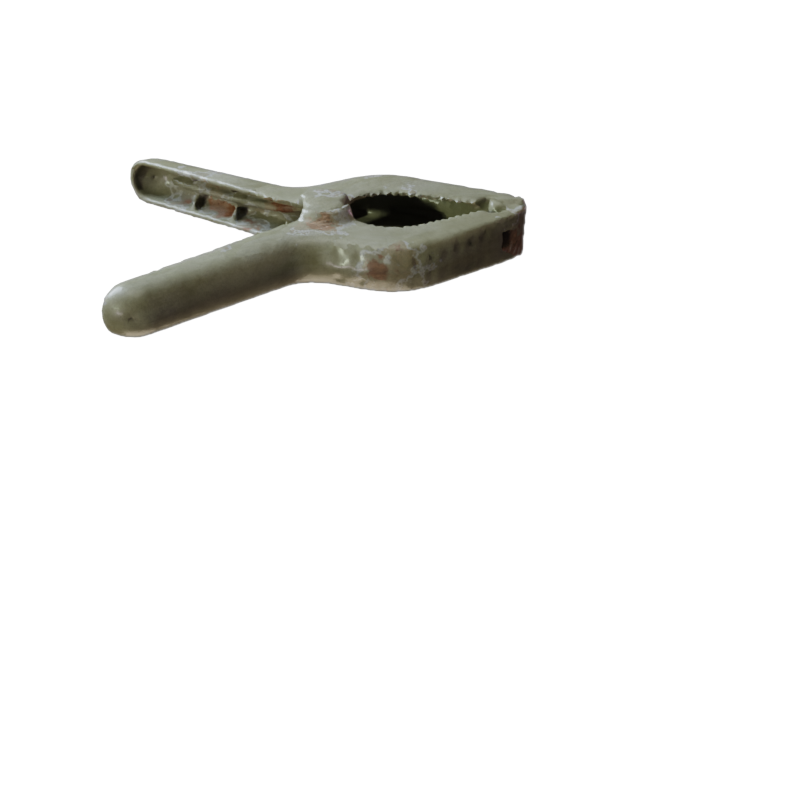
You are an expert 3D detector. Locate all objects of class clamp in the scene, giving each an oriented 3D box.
[{"bbox_3d":[-0.042,-0.077,0.542,0.210,0.034,0.175,1,33,1],"label":"clamp"}]
